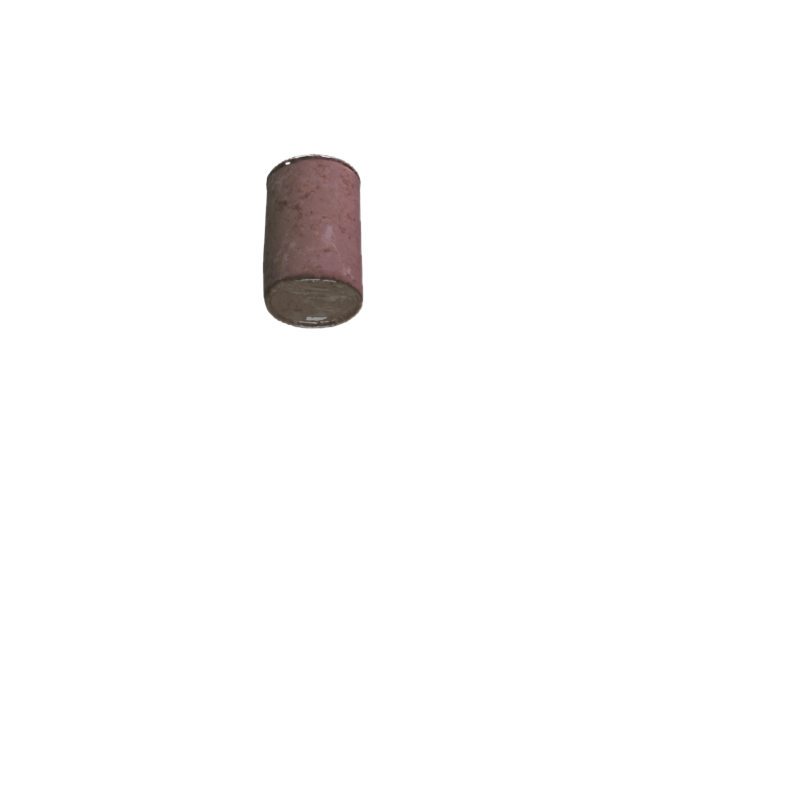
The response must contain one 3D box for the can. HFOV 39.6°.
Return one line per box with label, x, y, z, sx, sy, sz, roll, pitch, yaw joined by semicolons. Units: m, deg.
can;-0.060;-0.109;0.765;0.068;0.109;0.064;-1;-31;-2
